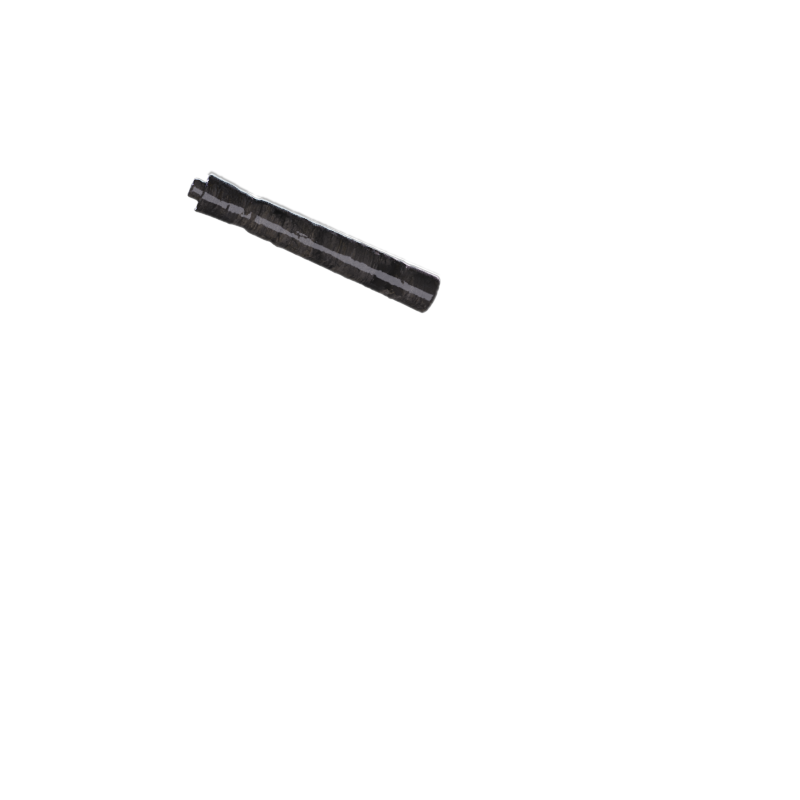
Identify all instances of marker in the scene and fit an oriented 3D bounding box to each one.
[{"bbox_3d":[-0.039,-0.072,0.502,0.119,0.020,0.020,23,-1,-9],"label":"marker"}]
